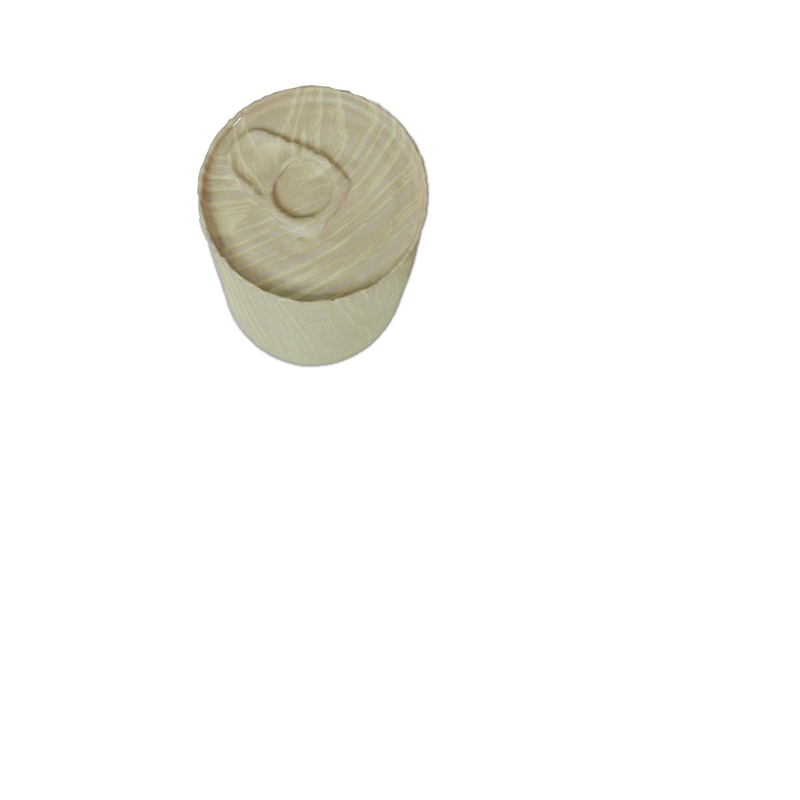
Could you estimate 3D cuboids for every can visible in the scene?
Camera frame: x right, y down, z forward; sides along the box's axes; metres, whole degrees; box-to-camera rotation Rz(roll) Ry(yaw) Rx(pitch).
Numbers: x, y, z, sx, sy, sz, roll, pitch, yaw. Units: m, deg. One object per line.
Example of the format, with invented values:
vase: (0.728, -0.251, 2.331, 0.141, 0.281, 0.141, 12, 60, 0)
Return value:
can: (-0.029, -0.053, 0.371, 0.068, 0.071, 0.099, 0, -12, -3)
